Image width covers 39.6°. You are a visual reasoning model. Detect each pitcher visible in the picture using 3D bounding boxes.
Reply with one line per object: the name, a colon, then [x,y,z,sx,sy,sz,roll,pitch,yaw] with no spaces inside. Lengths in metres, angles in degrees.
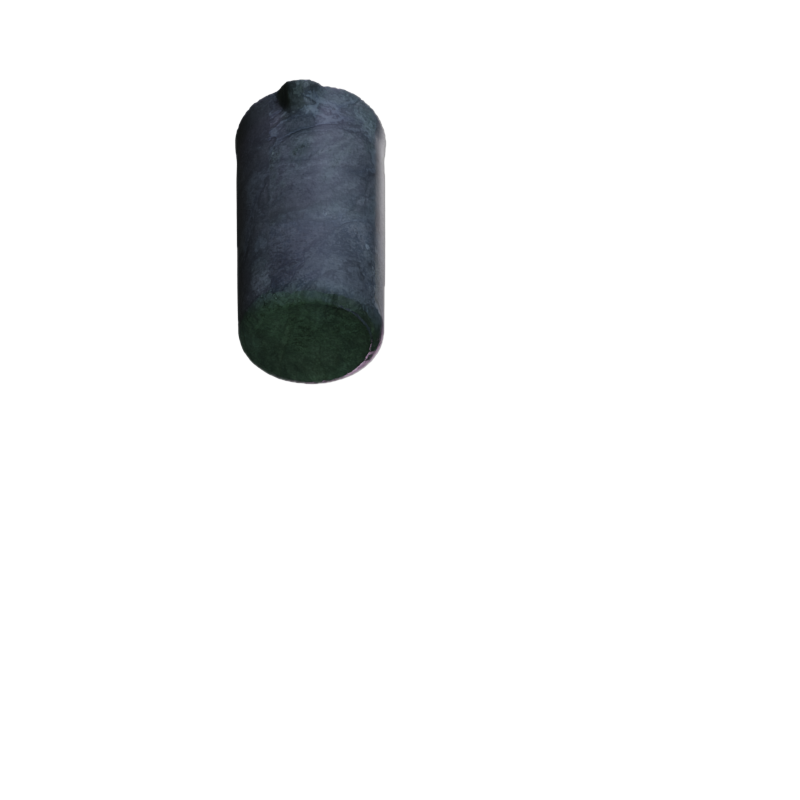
pitcher: [-0.071,-0.129,0.903,0.141,0.261,0.143,29,-52,-30]
